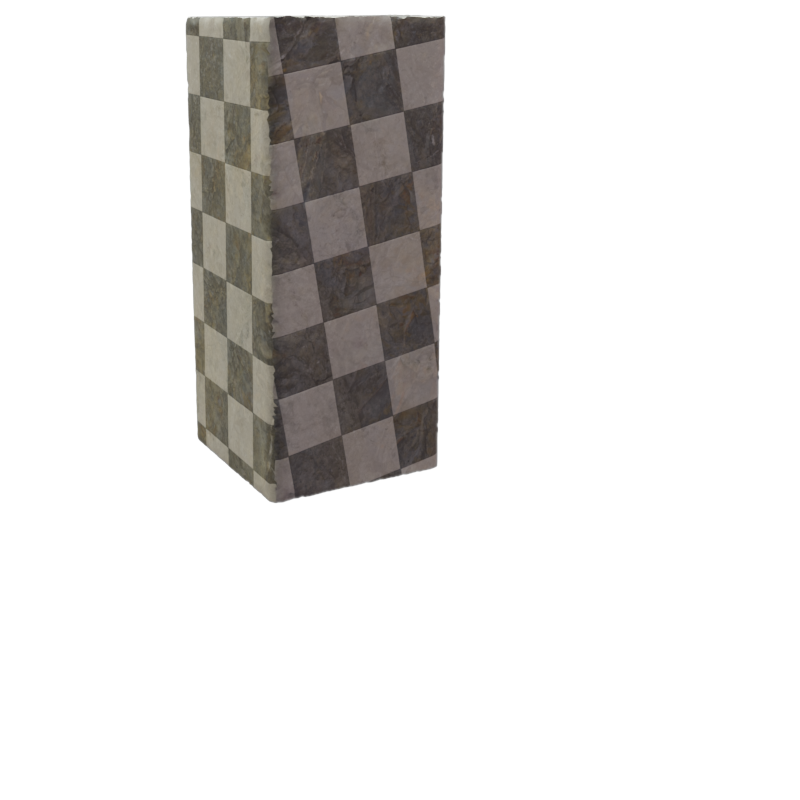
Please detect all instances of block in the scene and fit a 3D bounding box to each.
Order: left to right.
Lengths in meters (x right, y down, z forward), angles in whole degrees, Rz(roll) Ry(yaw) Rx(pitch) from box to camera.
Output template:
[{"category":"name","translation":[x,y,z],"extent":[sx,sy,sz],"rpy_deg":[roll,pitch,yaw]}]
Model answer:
[{"category":"block","translation":[-0.041,-0.073,0.514],"extent":[0.088,0.200,0.096],"rpy_deg":[-7,16,-30]}]
